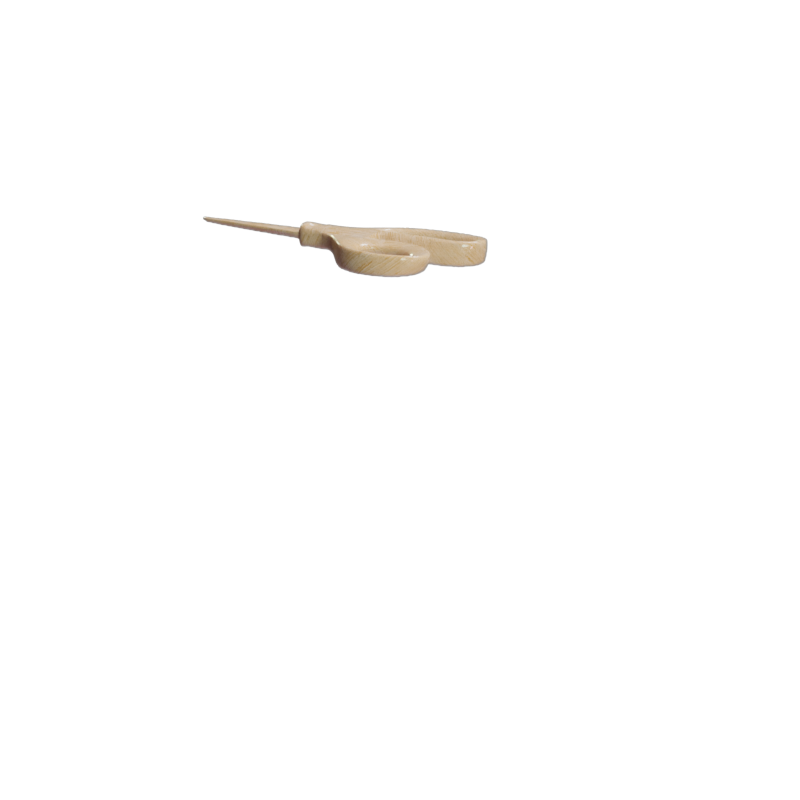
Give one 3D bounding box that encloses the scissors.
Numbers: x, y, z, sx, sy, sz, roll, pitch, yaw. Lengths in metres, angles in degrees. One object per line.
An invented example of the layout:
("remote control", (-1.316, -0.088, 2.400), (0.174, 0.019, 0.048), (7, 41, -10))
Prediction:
("scissors", (-0.051, -0.093, 0.654), (0.209, 0.015, 0.096), (8, 19, 23))
